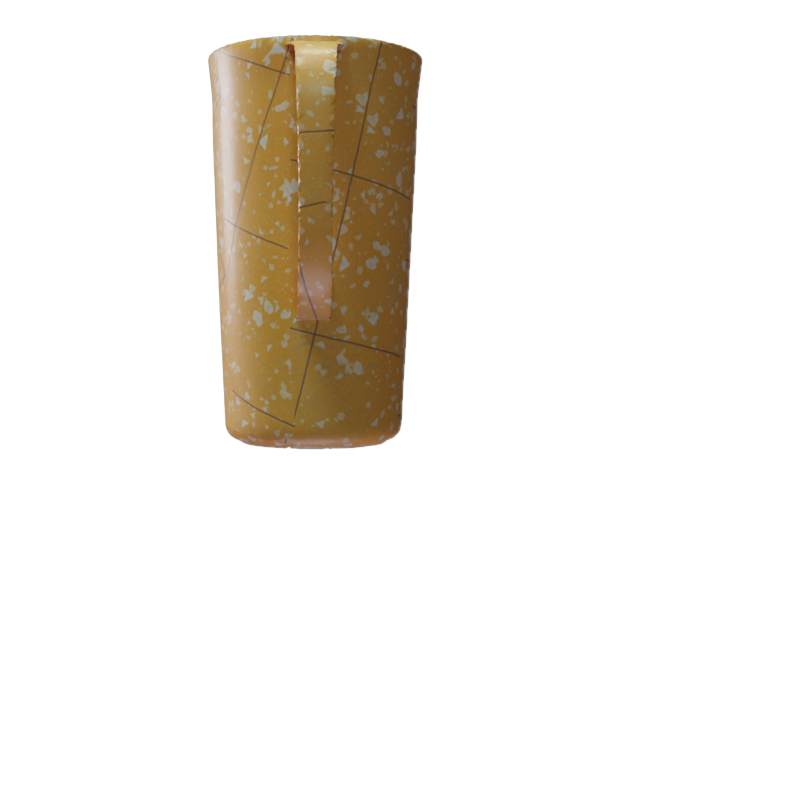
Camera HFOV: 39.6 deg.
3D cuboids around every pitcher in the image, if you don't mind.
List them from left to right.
[{"bbox_3d":[-0.053,-0.096,0.674,0.150,0.245,0.143,-2,-3,41],"label":"pitcher"}]
